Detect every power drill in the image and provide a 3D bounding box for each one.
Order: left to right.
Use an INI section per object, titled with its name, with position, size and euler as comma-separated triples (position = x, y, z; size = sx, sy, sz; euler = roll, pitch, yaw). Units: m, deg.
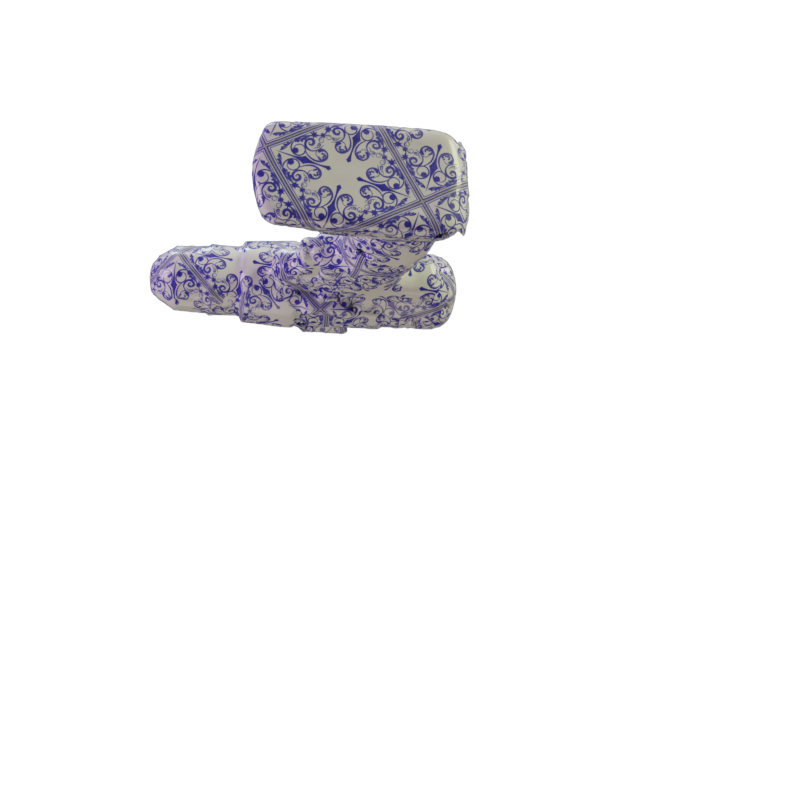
[power drill]
position = -0.048, -0.087, 0.609
size = 0.183, 0.060, 0.182
euler = 2, -14, -7
